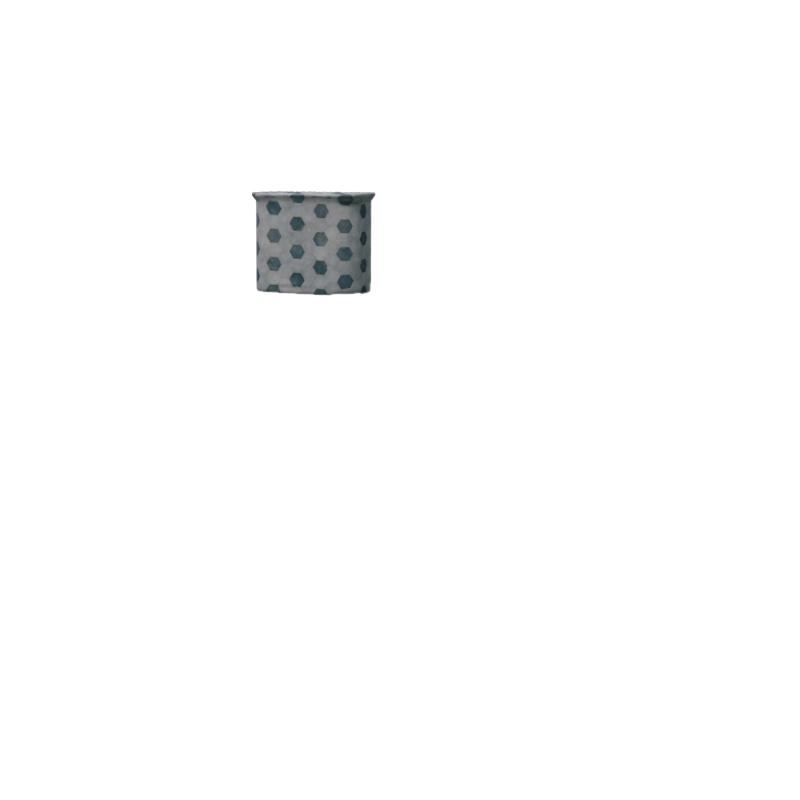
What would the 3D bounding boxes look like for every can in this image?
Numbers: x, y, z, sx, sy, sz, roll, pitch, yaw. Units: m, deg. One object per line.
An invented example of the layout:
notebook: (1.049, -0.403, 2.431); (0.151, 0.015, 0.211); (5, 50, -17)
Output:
can: (-0.073, -0.133, 0.932); (0.105, 0.083, 0.056); (4, 8, 24)
